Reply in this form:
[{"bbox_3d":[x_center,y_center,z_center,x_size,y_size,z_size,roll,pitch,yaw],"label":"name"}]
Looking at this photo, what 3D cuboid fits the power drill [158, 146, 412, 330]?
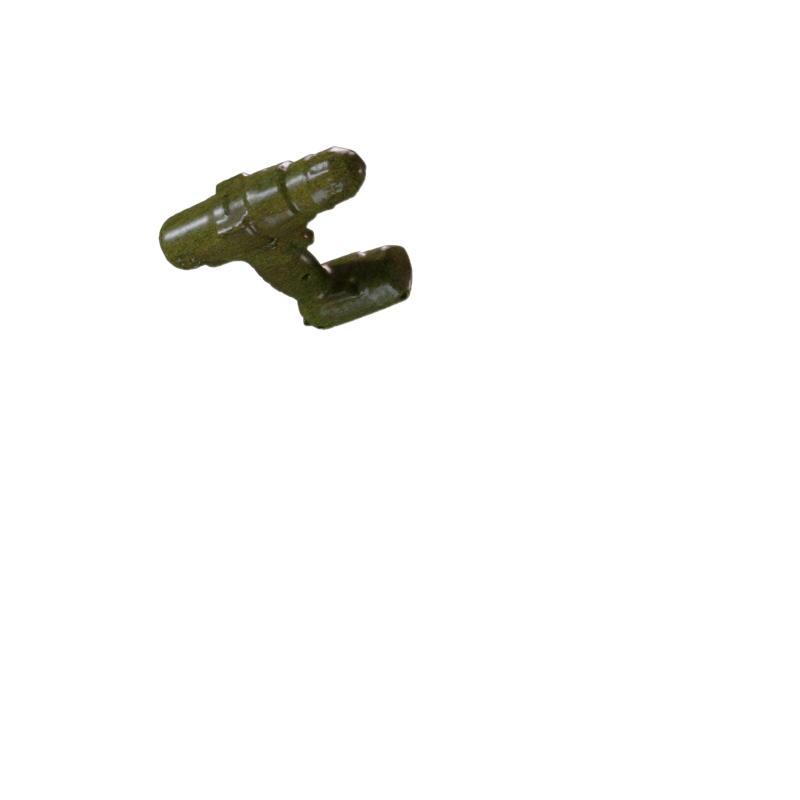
[{"bbox_3d":[-0.069,-0.126,0.885,0.187,0.061,0.174,-16,-29,31],"label":"power drill"}]
